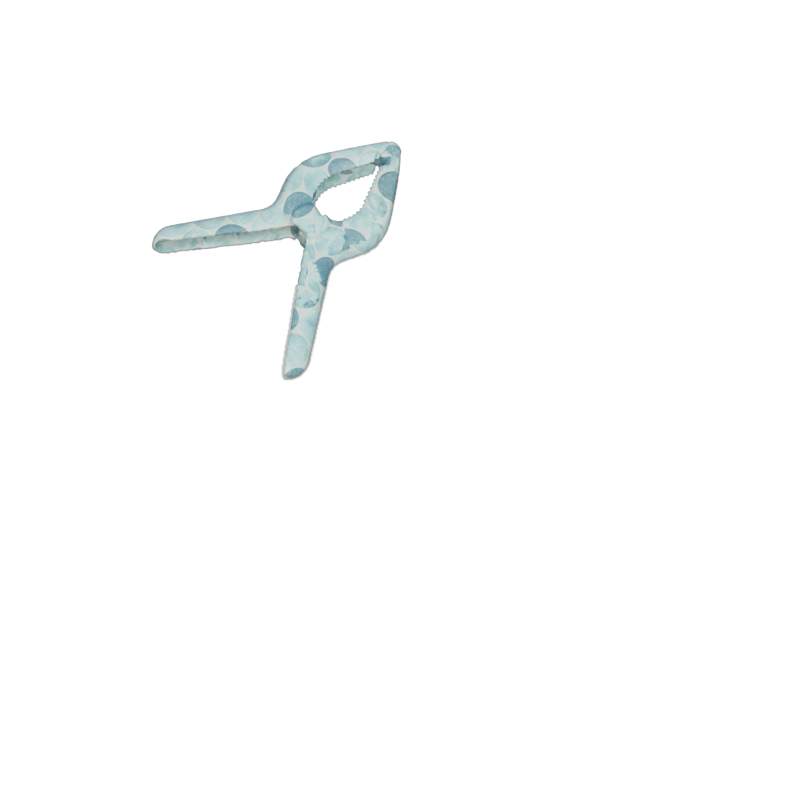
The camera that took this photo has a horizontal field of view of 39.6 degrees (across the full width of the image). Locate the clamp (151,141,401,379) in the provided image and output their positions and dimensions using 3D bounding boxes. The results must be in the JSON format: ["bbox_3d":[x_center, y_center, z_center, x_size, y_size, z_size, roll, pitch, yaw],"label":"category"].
[{"bbox_3d":[-0.069,-0.127,0.886,0.211,0.172,0.034,-36,-18,-14],"label":"clamp"}]
